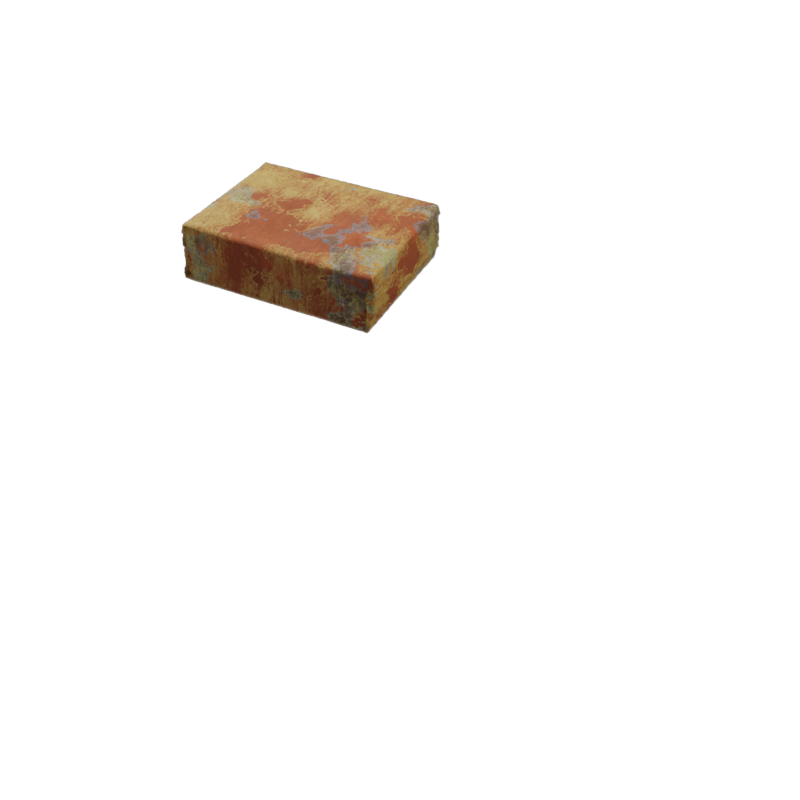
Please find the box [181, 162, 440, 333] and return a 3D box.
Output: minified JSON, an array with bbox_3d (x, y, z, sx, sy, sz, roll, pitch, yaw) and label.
[{"bbox_3d":[-0.047,-0.085,0.597,0.118,0.037,0.092,15,36,21],"label":"box"}]
